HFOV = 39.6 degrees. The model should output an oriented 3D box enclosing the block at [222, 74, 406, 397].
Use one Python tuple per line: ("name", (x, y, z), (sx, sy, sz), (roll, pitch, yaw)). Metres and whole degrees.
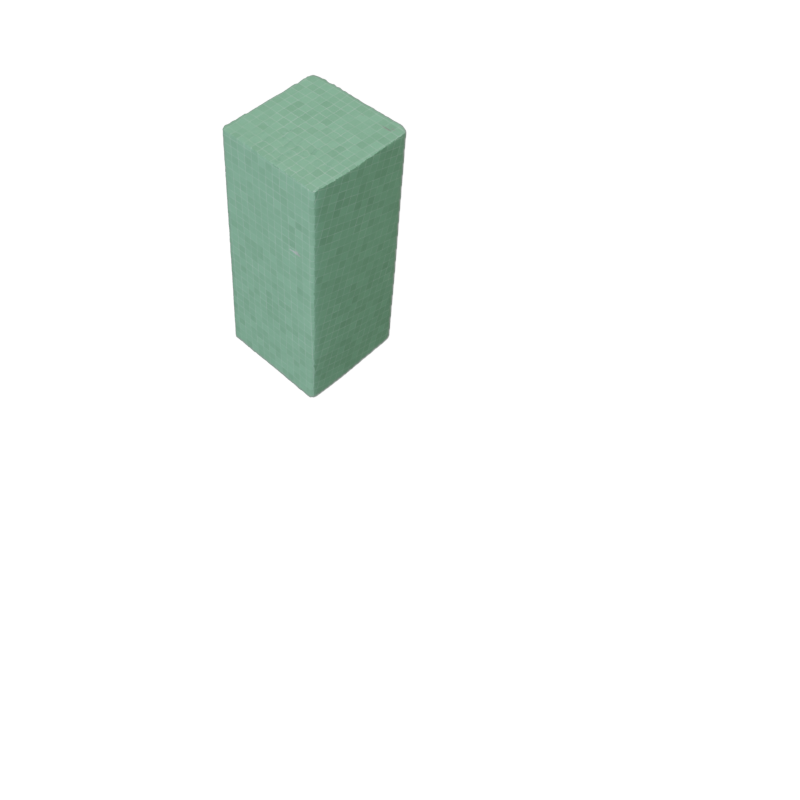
("block", (-0.062, -0.114, 0.795), (0.096, 0.192, 0.091), (37, 56, 26))
